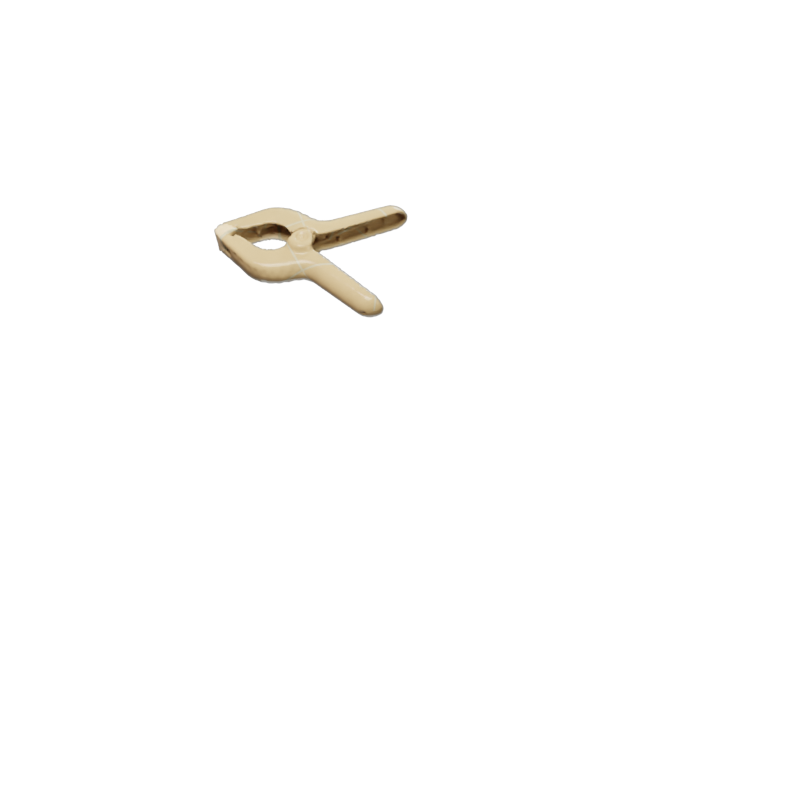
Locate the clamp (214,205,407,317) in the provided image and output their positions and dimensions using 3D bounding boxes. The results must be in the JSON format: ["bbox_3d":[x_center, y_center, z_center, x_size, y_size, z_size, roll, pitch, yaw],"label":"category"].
[{"bbox_3d":[-0.078,-0.142,0.995,0.177,0.125,0.036,17,-39,14],"label":"clamp"}]
